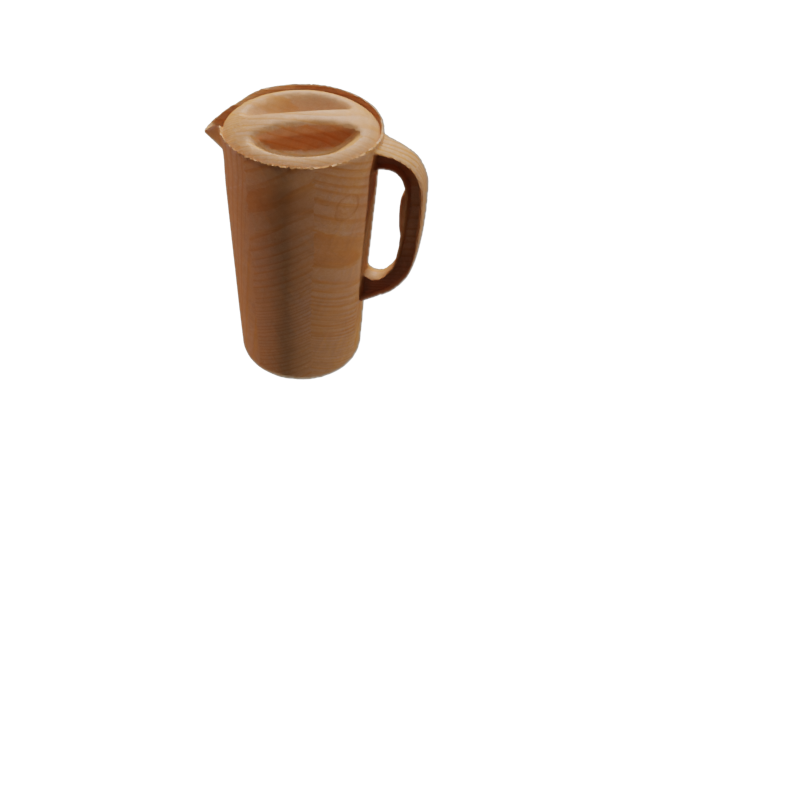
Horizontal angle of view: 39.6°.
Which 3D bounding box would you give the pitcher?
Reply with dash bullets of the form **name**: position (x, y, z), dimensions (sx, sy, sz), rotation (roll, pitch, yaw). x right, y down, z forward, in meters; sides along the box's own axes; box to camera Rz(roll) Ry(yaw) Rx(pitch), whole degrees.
- **pitcher**: position (-0.074, -0.136, 0.950), dimensions (0.143, 0.227, 0.161), rotation (-18, 44, -23)
